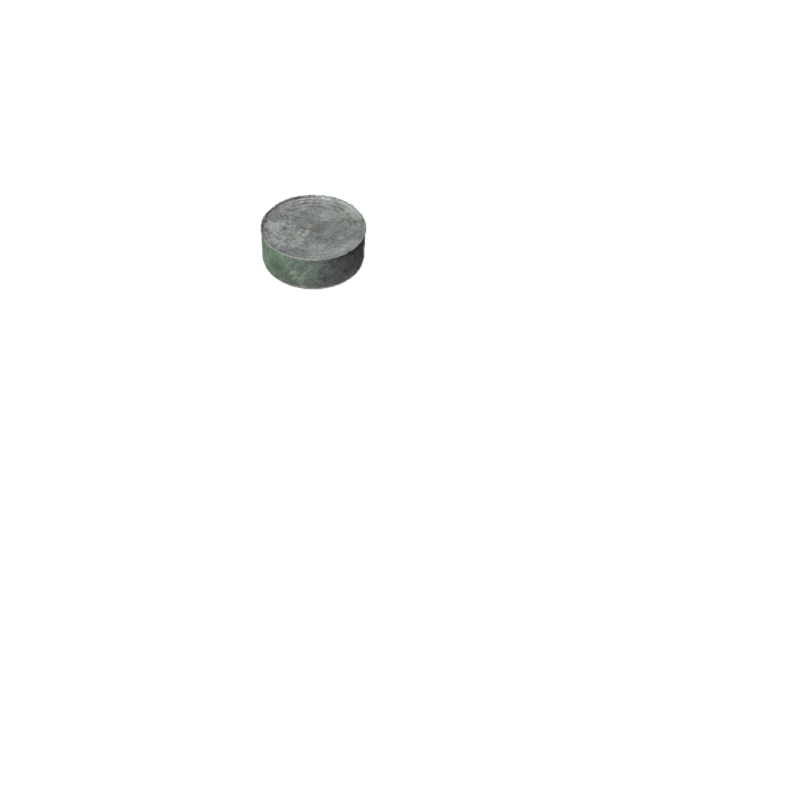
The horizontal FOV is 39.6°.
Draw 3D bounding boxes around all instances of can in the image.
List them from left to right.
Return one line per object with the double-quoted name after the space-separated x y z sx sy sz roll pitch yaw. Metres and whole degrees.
-0.071 -0.129 0.906 0.086 0.031 0.092 -1 43 -2 "can"
